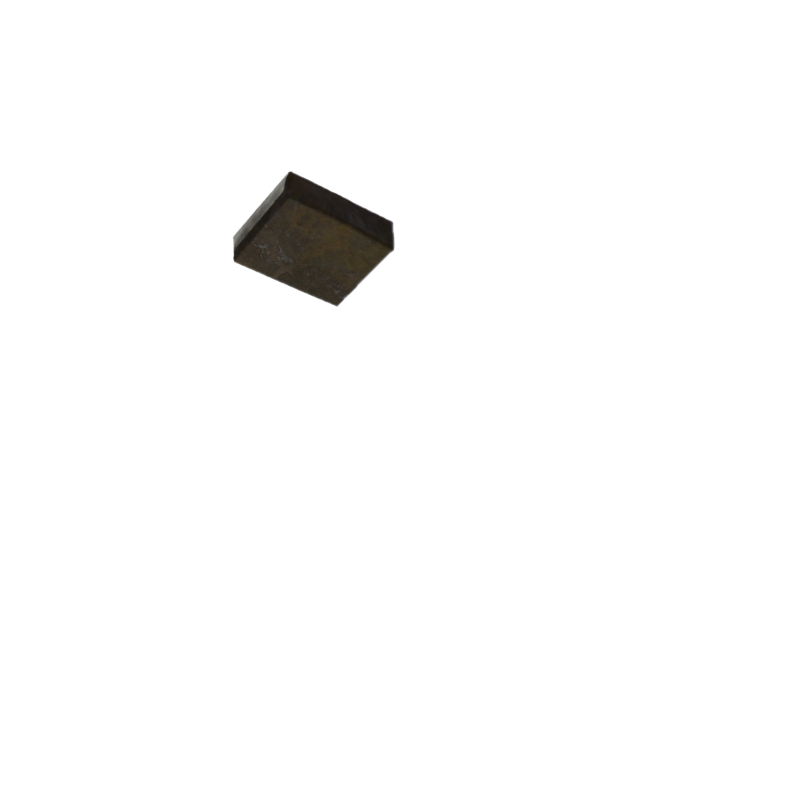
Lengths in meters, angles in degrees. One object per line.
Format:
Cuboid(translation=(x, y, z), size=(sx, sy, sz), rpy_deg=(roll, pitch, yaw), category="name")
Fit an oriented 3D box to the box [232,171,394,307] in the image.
Cuboid(translation=(-0.075, -0.136, 0.955), size=(0.108, 0.042, 0.088), rpy_deg=(25, -48, -26), category="box")
